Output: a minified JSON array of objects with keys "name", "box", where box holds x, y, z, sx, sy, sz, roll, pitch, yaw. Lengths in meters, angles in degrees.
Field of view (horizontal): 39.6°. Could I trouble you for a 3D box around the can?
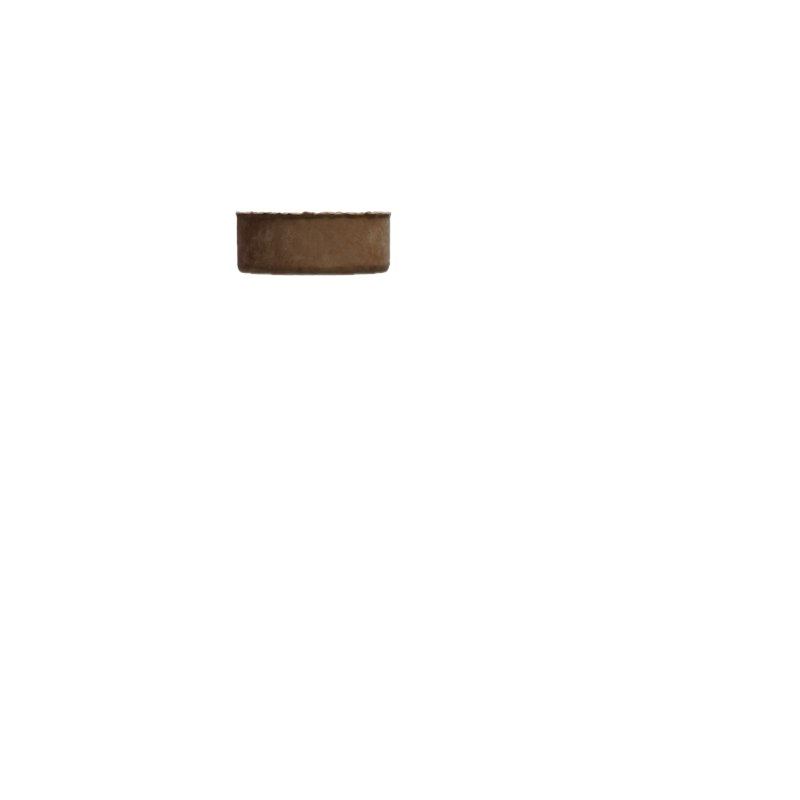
[{"name":"can","box":[-0.048,-0.087,0.611,0.086,0.033,0.087,0,8,-2]}]
